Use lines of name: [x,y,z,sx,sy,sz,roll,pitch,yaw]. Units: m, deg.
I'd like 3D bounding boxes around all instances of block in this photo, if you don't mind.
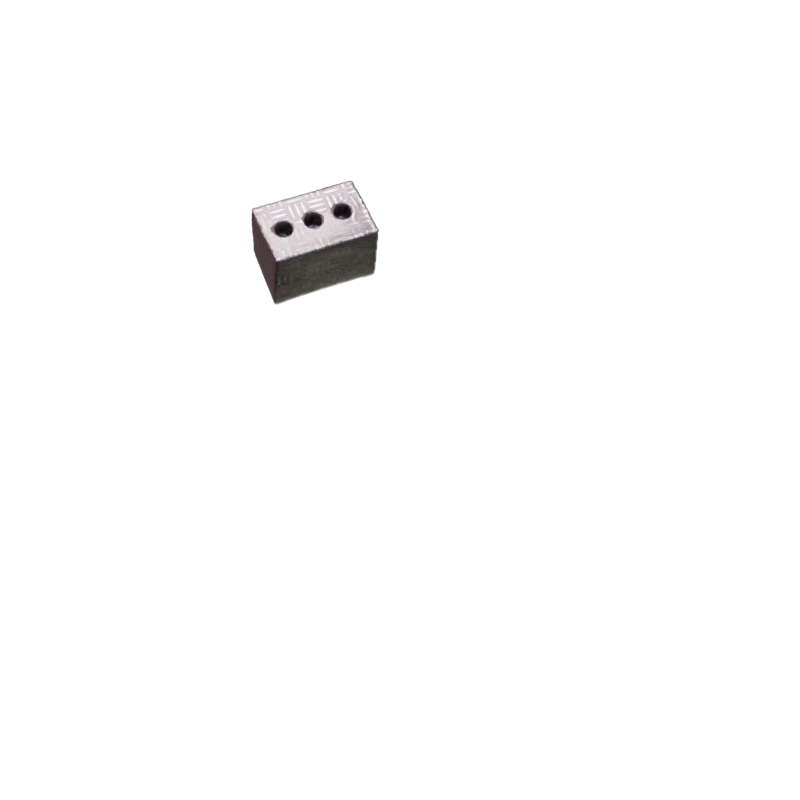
block: [-0.061,-0.112,0.786,0.077,0.057,0.048,-19,-31,-13]
